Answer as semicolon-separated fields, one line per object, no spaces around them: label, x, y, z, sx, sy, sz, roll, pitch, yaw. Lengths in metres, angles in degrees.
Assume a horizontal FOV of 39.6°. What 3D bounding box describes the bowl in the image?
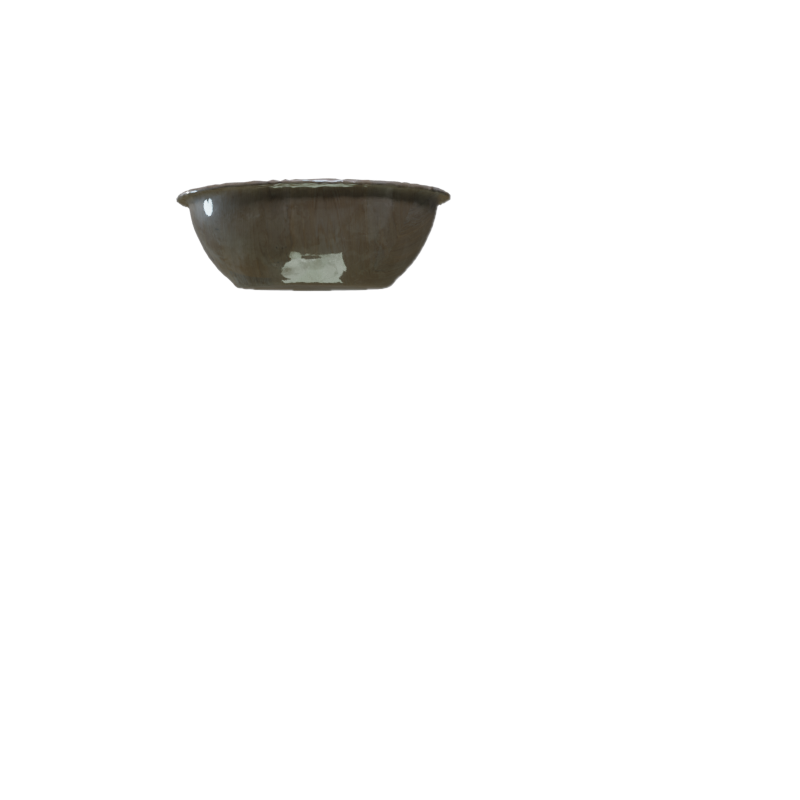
bowl;-0.051;-0.093;0.654;0.162;0.055;0.162;0;3;-2
